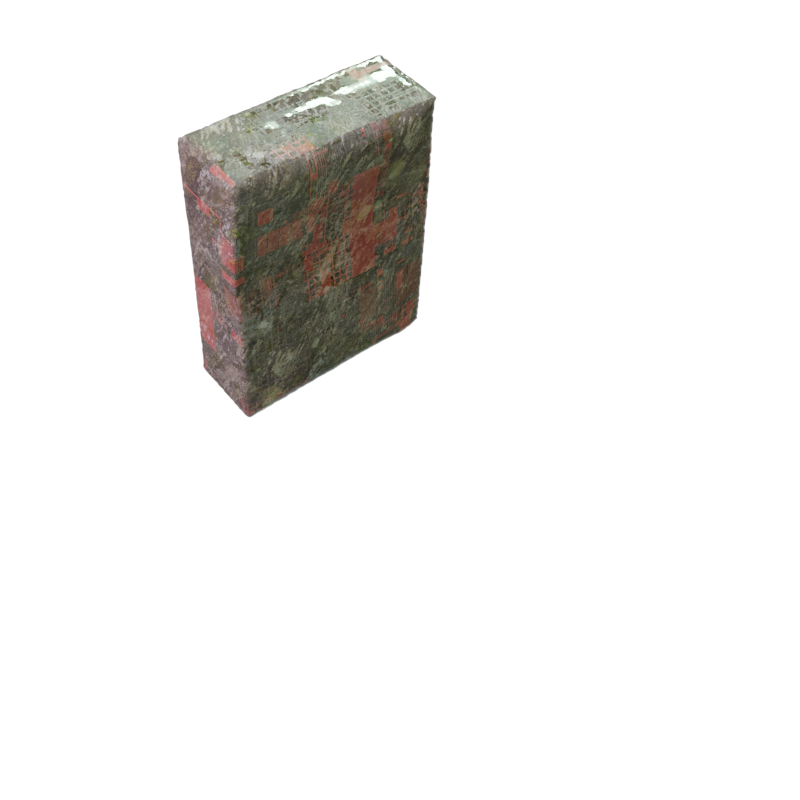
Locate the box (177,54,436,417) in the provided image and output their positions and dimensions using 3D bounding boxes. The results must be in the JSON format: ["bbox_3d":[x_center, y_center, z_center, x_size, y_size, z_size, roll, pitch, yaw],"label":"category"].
[{"bbox_3d":[-0.060,-0.110,0.772,0.164,0.199,0.077,-30,55,-27],"label":"box"}]
